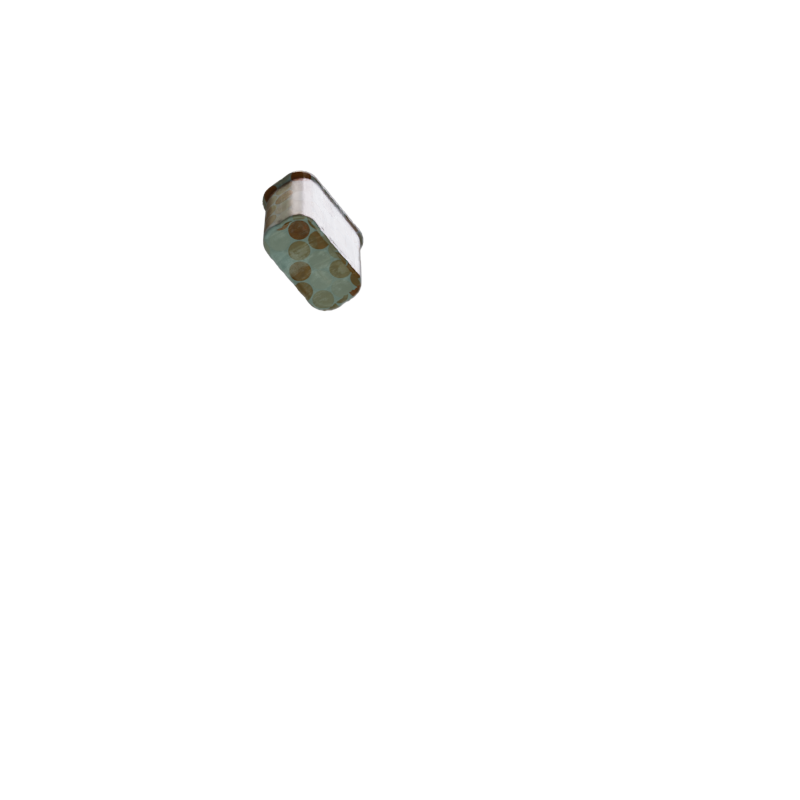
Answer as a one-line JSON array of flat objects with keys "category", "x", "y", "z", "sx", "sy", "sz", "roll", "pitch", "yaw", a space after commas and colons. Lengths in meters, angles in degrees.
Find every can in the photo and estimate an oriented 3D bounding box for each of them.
[{"category": "can", "x": -0.076, "y": -0.139, "z": 0.974, "sx": 0.057, "sy": 0.096, "sz": 0.089, "roll": -33, "pitch": 27, "yaw": 17}]
